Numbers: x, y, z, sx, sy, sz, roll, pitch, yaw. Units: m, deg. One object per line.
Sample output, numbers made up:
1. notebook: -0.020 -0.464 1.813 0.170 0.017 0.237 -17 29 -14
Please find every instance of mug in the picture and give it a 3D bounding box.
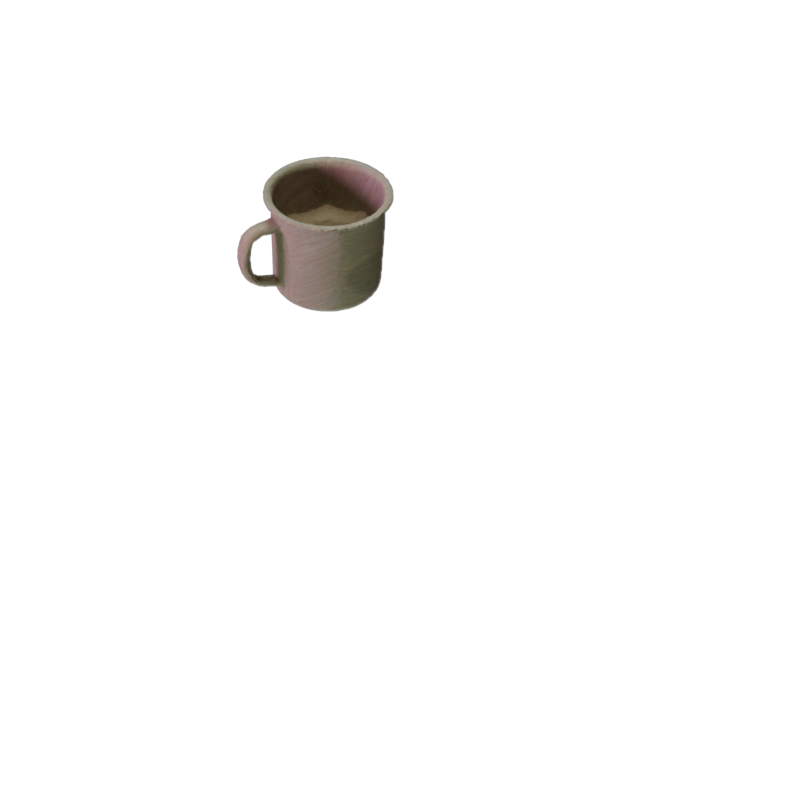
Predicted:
1. mug: -0.063 -0.115 0.804 0.116 0.076 0.101 -21 46 -24
